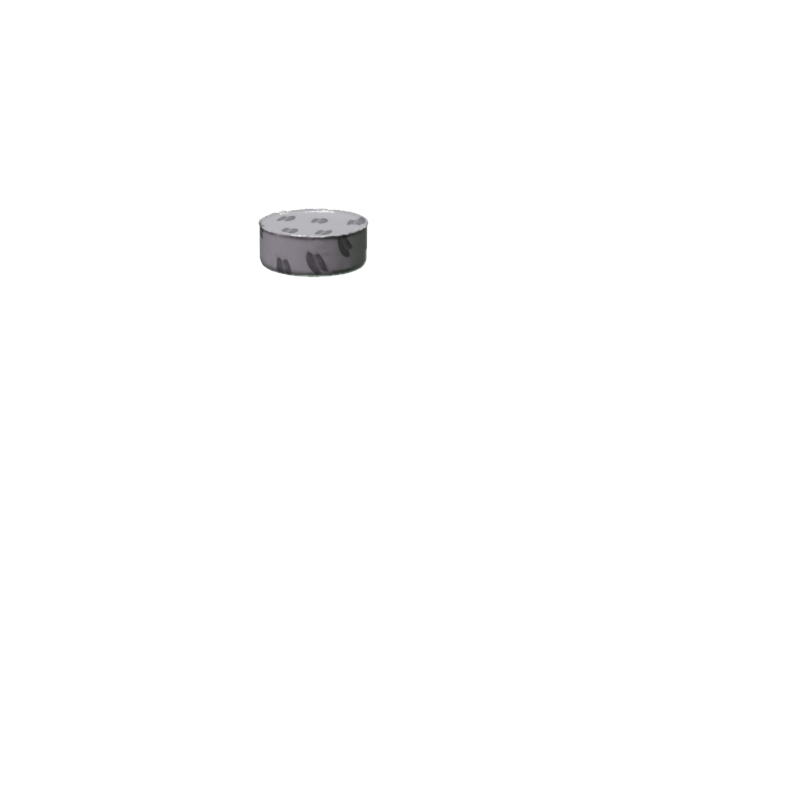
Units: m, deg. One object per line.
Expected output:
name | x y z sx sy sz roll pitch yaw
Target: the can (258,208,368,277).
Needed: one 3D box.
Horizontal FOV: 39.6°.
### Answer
can | -0.068 -0.124 0.871 0.086 0.032 0.090 -1 22 -2
